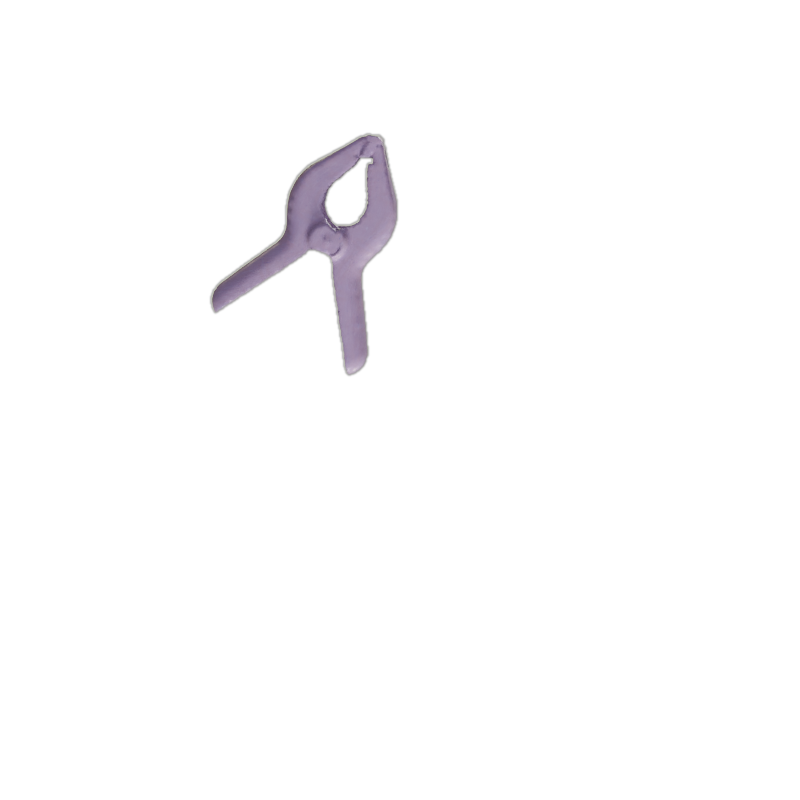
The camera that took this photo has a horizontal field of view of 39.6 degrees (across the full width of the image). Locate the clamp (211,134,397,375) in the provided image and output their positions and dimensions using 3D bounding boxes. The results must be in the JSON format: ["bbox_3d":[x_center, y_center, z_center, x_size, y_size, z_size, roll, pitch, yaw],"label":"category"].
[{"bbox_3d":[-0.062,-0.114,0.795,0.120,0.170,0.040,16,5,-2],"label":"clamp"}]
